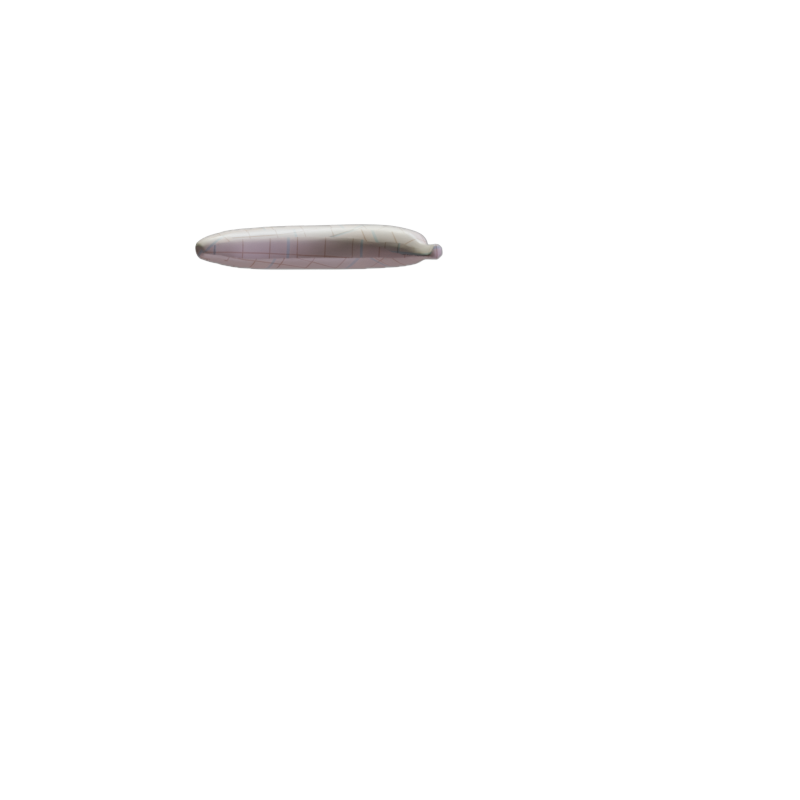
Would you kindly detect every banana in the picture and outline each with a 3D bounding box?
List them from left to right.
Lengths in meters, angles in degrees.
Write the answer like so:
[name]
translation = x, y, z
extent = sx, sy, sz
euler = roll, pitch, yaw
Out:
[banana]
translation = -0.064, -0.126, 0.902
extent = 0.200, 0.037, 0.068
euler = 0, -3, 9
